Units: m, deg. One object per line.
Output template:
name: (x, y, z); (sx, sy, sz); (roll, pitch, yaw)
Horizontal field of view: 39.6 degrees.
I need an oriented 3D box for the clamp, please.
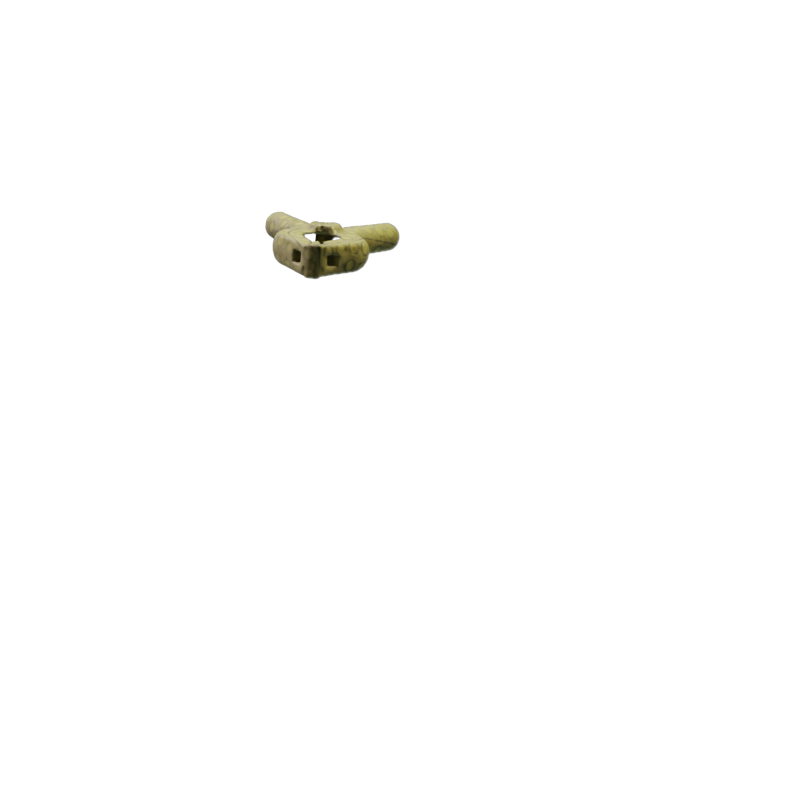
clamp: (-0.073, -0.134, 0.939); (0.122, 0.038, 0.172); (3, 14, 12)
